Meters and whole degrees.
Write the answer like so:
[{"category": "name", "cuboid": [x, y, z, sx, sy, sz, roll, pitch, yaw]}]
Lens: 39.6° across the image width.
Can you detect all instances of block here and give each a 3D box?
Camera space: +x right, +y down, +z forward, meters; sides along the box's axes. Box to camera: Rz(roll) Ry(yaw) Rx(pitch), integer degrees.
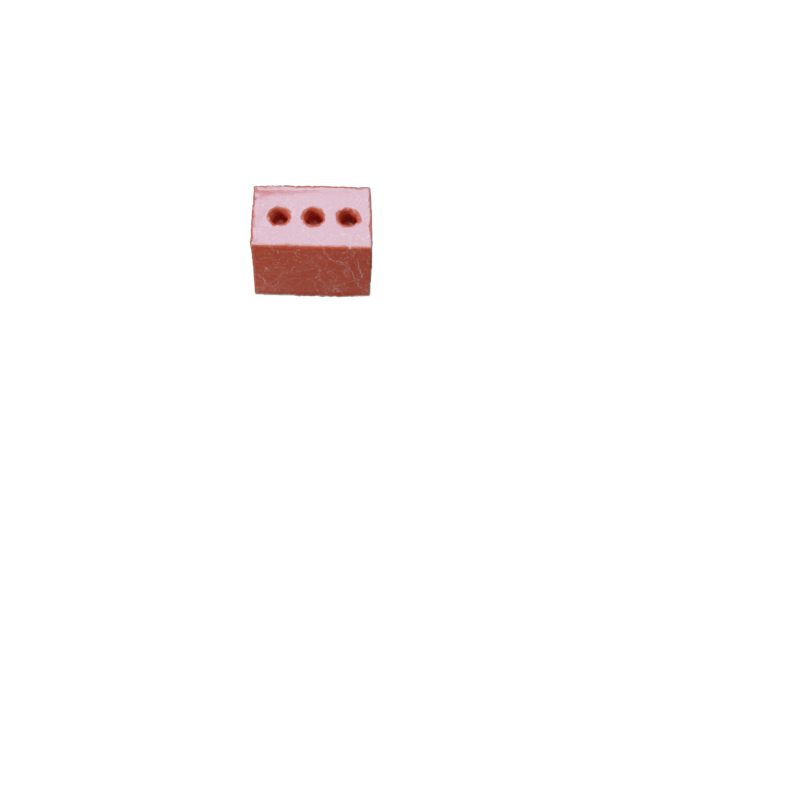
[{"category": "block", "cuboid": [-0.056, -0.102, 0.715, 0.078, 0.056, 0.048, 0, -37, -1]}]
